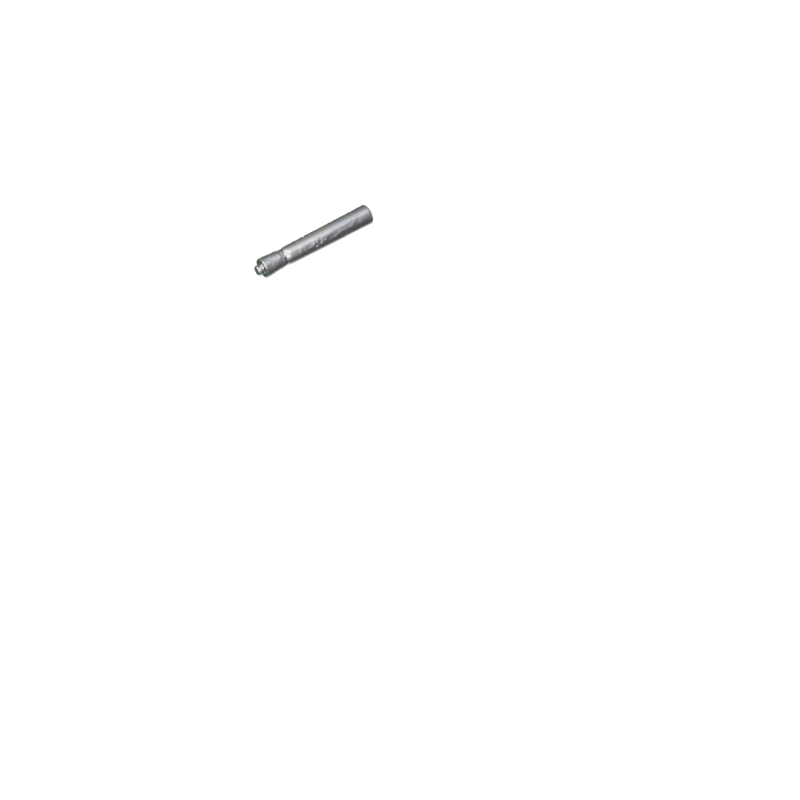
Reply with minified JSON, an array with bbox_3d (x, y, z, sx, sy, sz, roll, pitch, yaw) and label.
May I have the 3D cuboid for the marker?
[{"bbox_3d":[-0.078,-0.142,0.993,0.121,0.019,0.020,-31,17,-22],"label":"marker"}]
